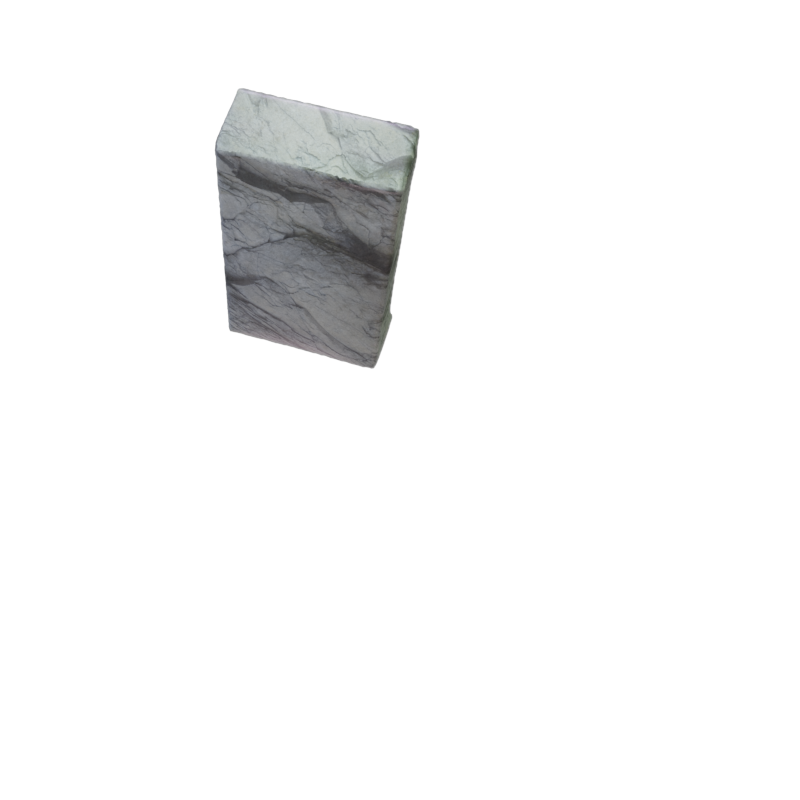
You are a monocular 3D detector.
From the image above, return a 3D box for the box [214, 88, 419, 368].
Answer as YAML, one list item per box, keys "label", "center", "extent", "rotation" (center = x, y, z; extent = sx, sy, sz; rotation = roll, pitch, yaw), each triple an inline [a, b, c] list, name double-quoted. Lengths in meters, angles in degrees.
- label: "box"
  center: [-0.046, -0.084, 0.588]
  extent: [0.094, 0.050, 0.166]
  rotation: [15, -26, 4]
